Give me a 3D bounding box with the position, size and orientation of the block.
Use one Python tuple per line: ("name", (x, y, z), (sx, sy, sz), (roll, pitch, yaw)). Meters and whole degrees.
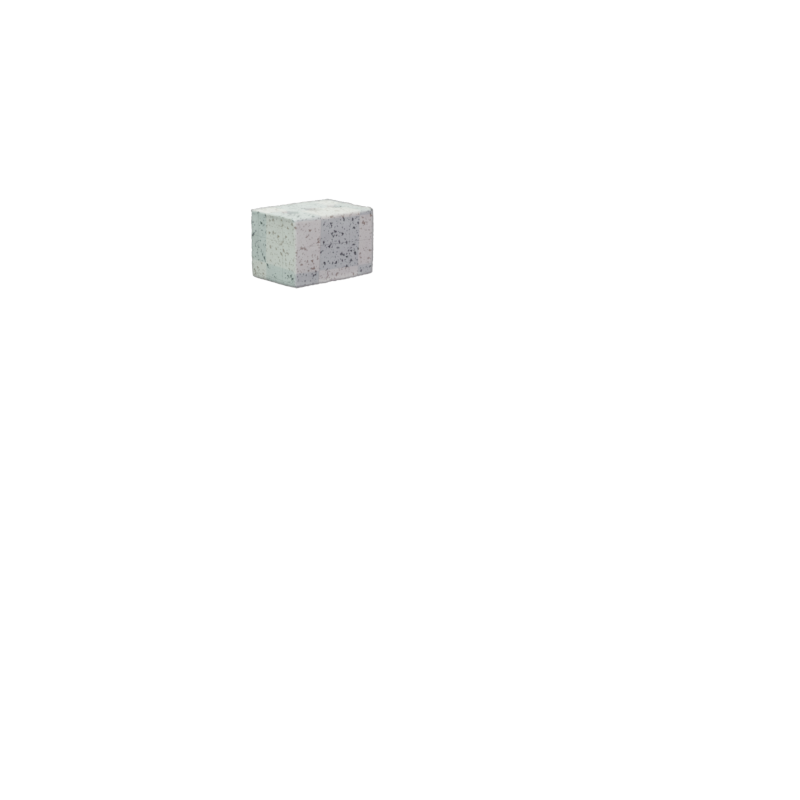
("block", (-0.064, -0.117, 0.819), (0.076, 0.050, 0.056), (-15, 22, -41))
